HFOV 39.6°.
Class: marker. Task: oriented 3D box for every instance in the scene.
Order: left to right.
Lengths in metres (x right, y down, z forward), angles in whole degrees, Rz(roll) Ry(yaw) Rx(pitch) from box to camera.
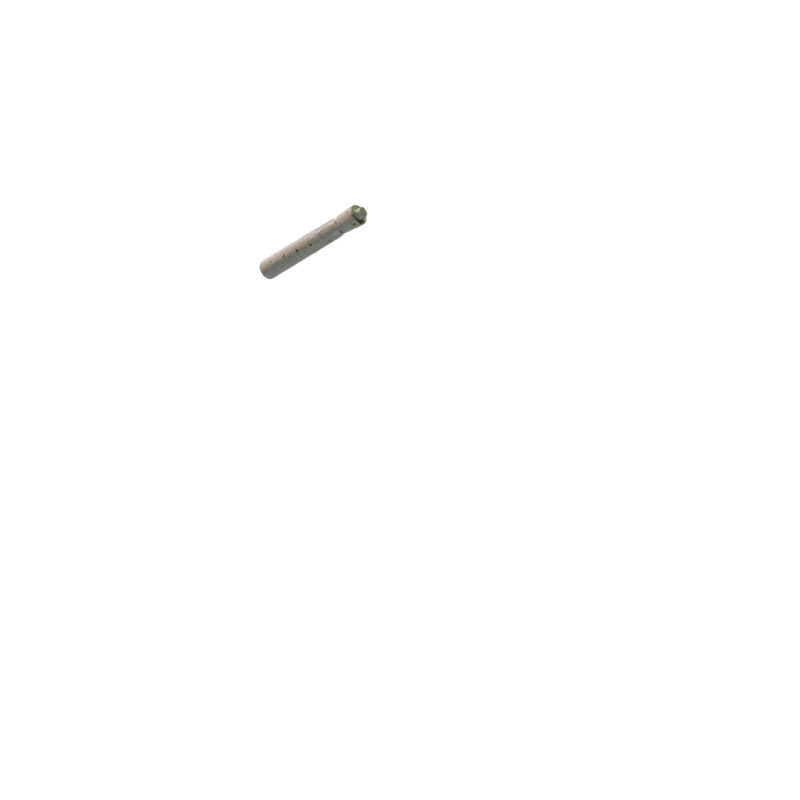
[{"bbox_3d":[-0.074,-0.136,0.952,0.121,0.020,0.019,-25,-12,37],"label":"marker"}]
